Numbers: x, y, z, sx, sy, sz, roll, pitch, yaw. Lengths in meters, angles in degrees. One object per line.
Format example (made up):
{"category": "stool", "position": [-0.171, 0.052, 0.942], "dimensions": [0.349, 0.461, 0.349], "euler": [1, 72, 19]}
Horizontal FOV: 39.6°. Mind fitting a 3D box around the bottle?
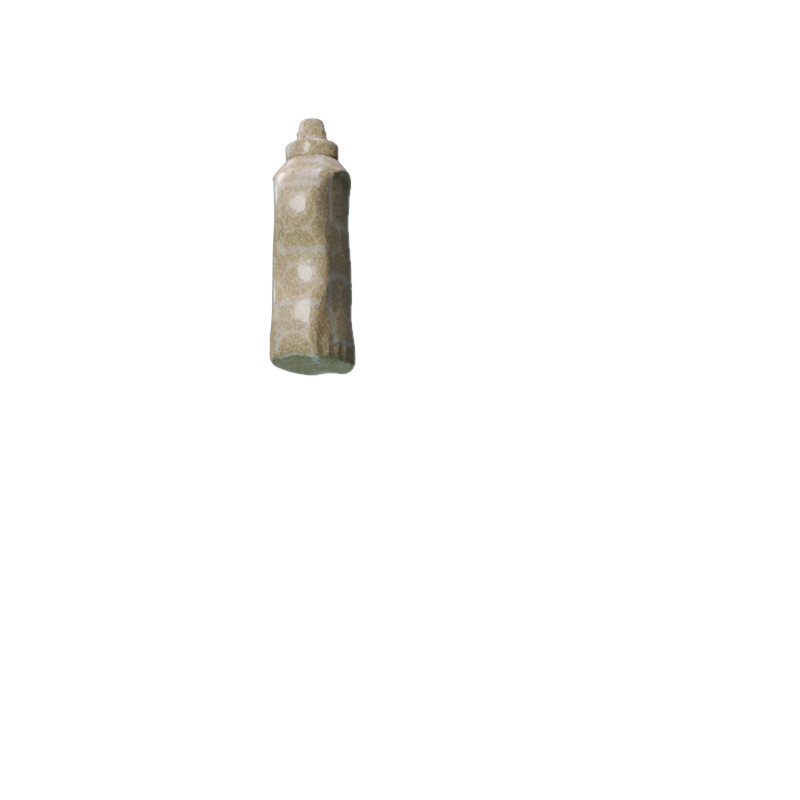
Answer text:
{"category": "bottle", "position": [-0.066, -0.119, 0.832], "dimensions": [0.059, 0.198, 0.091], "euler": [-5, -13, 16]}
